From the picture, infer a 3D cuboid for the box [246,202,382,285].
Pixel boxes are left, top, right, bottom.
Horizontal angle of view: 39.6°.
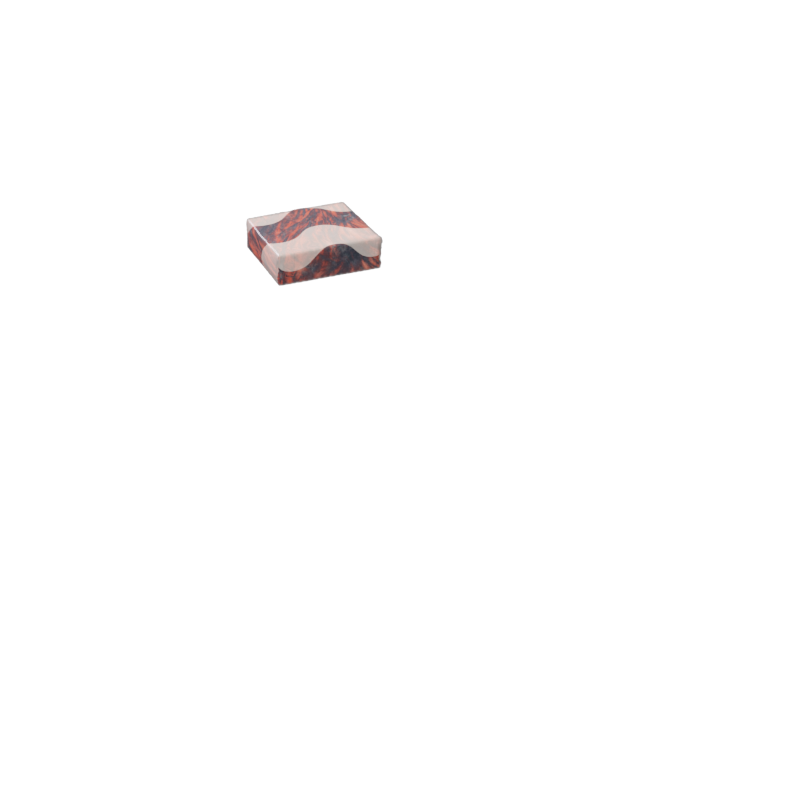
[{"bbox_3d":[-0.069,-0.126,0.881,0.088,0.028,0.079,-13,35,-20],"label":"box"}]
